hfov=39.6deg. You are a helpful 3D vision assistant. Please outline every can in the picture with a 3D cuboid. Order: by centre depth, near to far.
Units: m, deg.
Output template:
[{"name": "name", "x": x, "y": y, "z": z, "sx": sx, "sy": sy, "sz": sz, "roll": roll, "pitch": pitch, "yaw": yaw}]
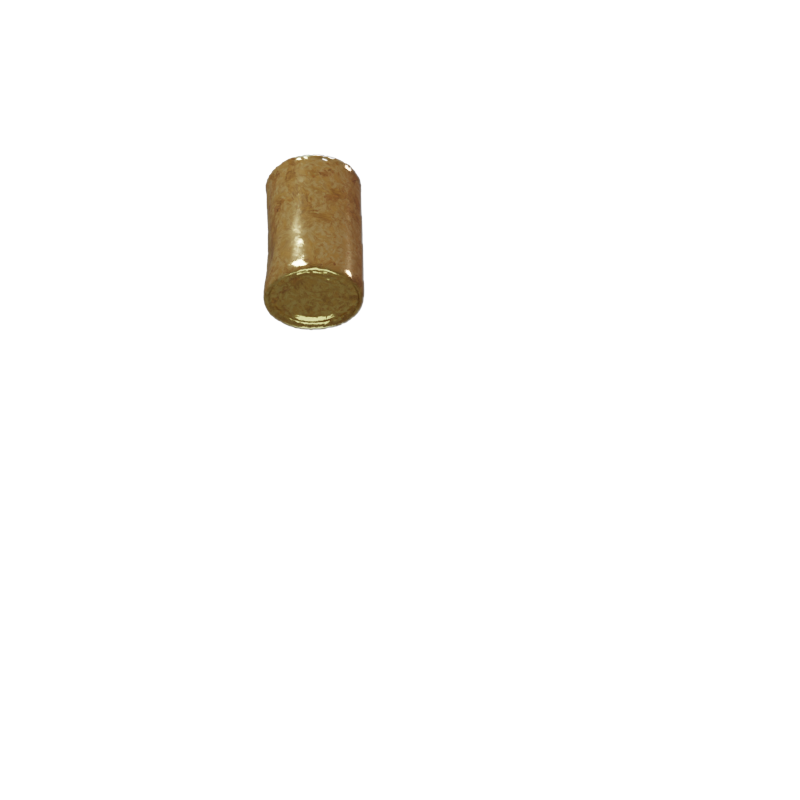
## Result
[{"name": "can", "x": -0.059, "y": -0.108, "z": 0.754, "sx": 0.068, "sy": 0.110, "sz": 0.064, "roll": -1, "pitch": -37, "yaw": -3}]
